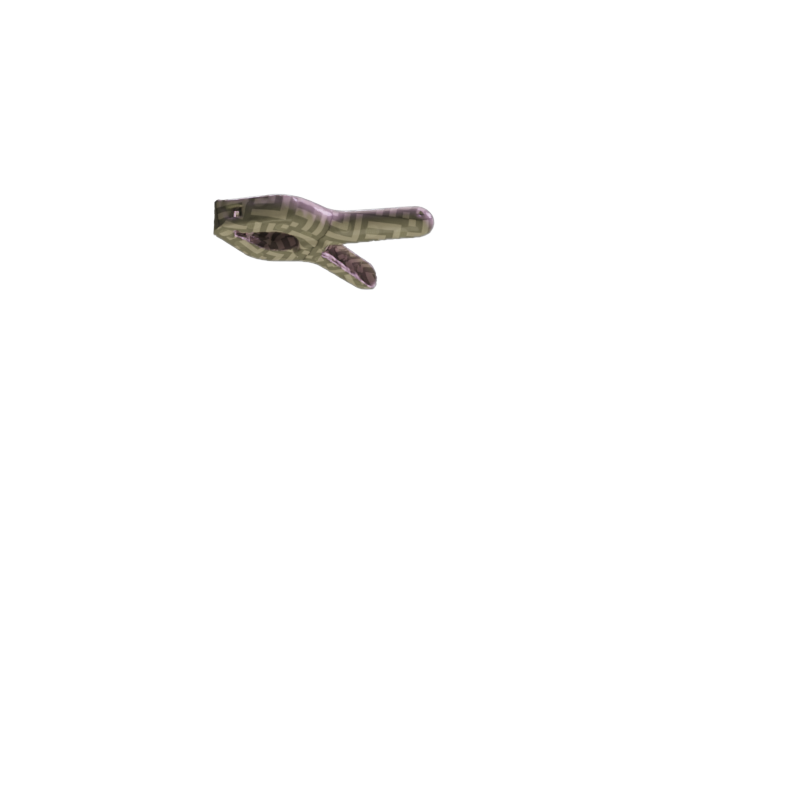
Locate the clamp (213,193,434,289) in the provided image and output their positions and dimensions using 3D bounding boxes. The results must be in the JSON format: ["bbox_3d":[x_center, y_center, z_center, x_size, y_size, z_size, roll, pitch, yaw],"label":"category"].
[{"bbox_3d":[-0.070,-0.128,0.899,0.168,0.042,0.115,7,-31,-13],"label":"clamp"}]
